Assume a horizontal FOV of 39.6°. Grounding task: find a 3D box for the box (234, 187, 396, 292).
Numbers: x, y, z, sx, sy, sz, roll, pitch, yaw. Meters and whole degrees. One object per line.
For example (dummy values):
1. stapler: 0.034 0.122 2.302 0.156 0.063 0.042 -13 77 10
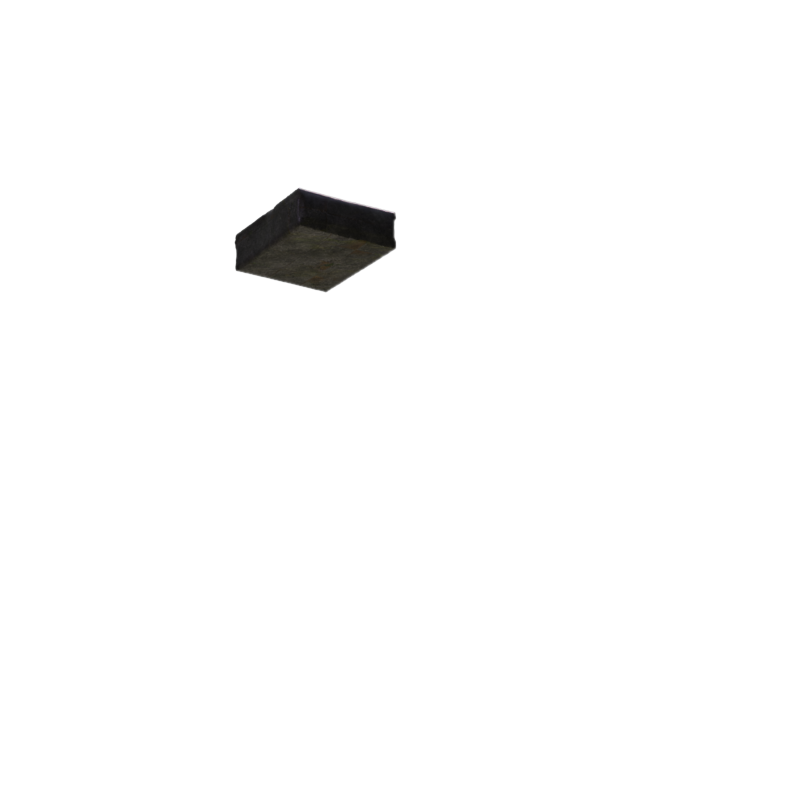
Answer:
1. box: -0.057 -0.104 0.726 0.070 0.032 0.089 11 -20 -32
